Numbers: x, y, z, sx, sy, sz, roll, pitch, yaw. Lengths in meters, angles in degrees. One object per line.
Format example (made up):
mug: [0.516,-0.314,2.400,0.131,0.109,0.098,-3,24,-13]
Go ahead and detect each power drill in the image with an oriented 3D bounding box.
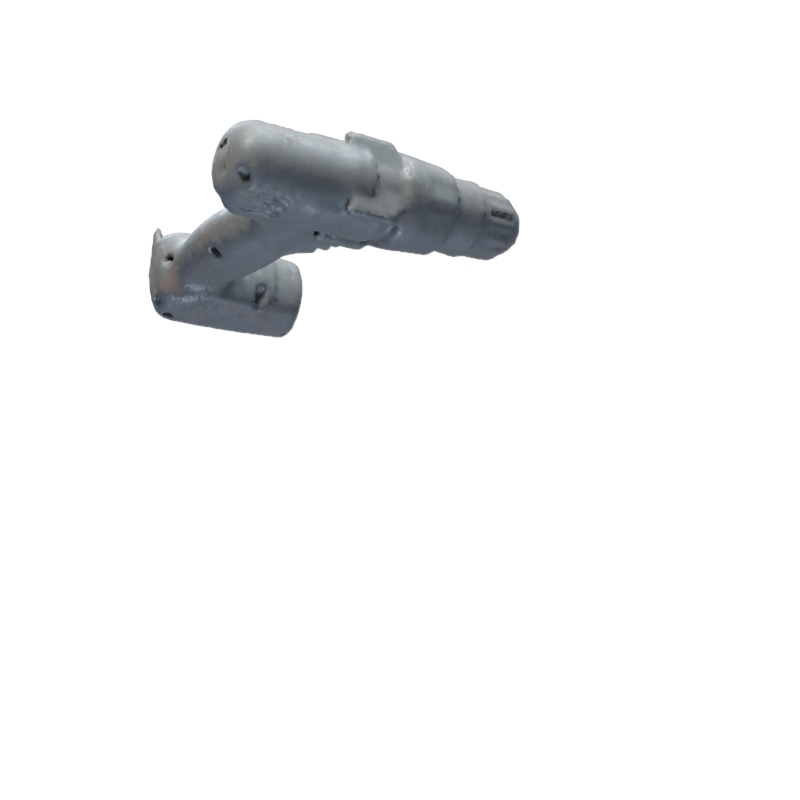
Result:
power drill: [-0.051,-0.092,0.645,0.176,0.060,0.186,12,-23,-30]
